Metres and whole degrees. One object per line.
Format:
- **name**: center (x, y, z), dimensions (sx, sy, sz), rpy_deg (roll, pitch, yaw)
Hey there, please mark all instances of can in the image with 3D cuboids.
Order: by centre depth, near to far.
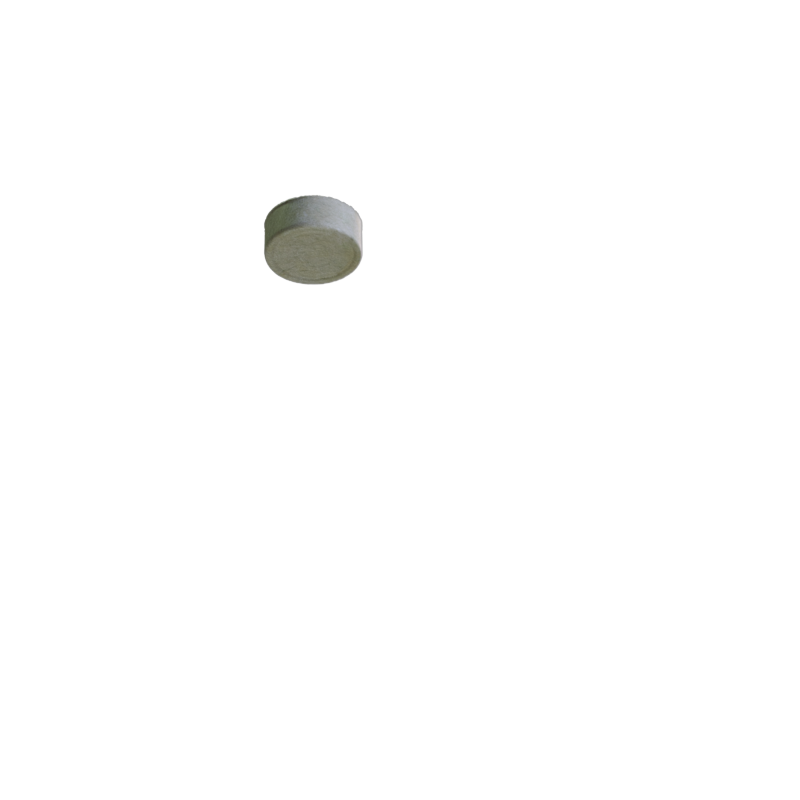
- **can**: center (-0.075, -0.136, 0.952), dimensions (0.086, 0.036, 0.080), rpy_deg (1, -33, -2)
